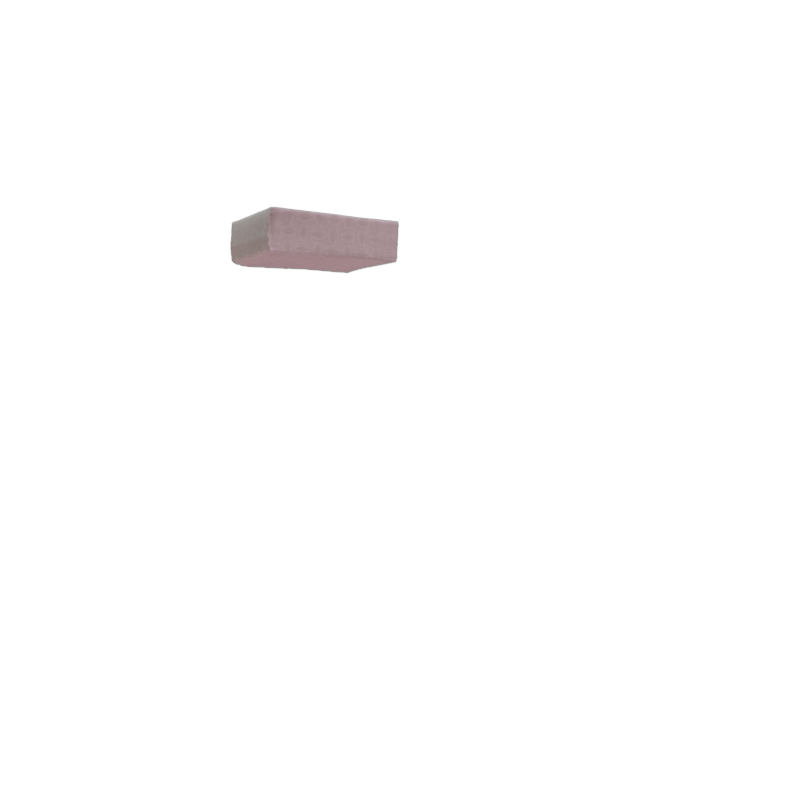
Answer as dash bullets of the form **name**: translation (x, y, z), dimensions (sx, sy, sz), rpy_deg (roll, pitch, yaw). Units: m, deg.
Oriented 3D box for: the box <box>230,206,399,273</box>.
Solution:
- **box**: translation (-0.070, -0.128, 0.896), dimensions (0.110, 0.039, 0.092), rpy_deg (1, -2, -26)
